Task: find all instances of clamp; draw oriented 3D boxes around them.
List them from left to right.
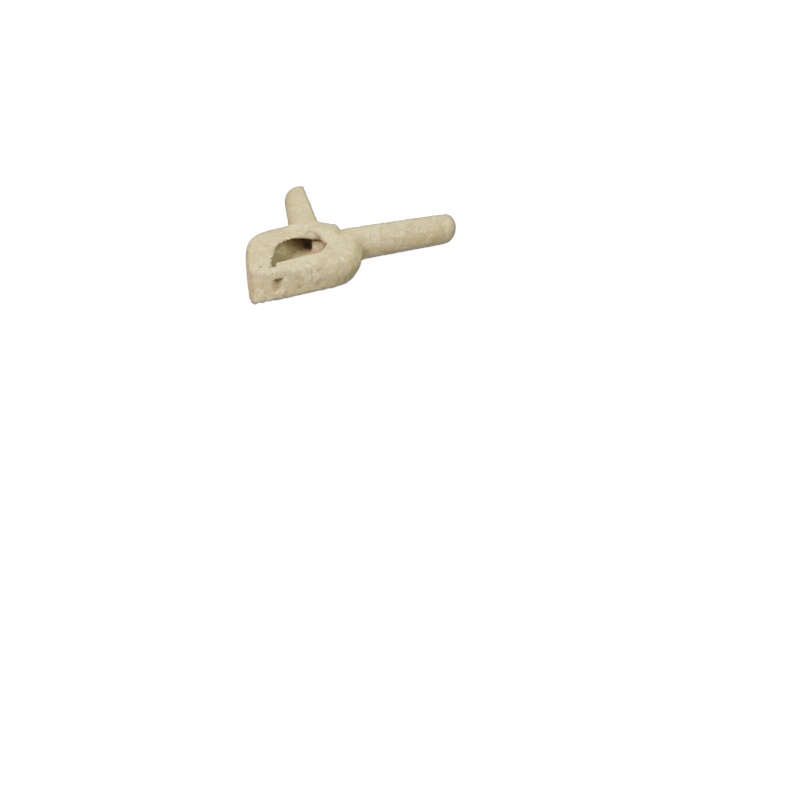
[{"bbox_3d":[-0.072,-0.132,0.925,0.173,0.034,0.211,17,32,29],"label":"clamp"}]
